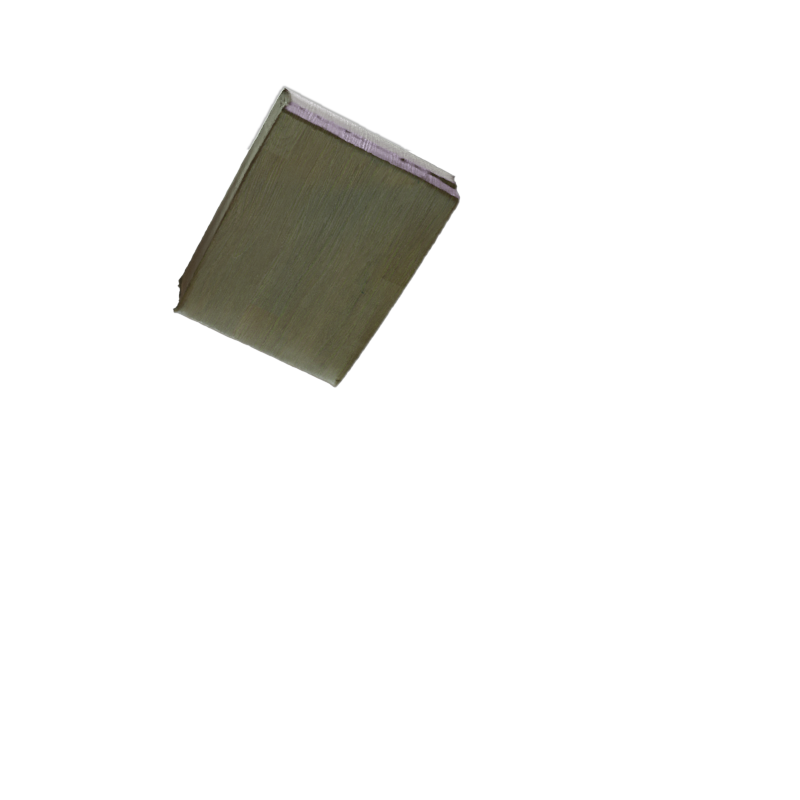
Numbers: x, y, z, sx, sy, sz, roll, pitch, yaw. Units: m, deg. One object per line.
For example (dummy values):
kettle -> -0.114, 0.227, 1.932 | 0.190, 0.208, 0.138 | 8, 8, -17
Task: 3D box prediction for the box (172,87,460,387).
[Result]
box -> -0.039, -0.072, 0.506 | 0.088, 0.111, 0.041 | 27, 20, -12
